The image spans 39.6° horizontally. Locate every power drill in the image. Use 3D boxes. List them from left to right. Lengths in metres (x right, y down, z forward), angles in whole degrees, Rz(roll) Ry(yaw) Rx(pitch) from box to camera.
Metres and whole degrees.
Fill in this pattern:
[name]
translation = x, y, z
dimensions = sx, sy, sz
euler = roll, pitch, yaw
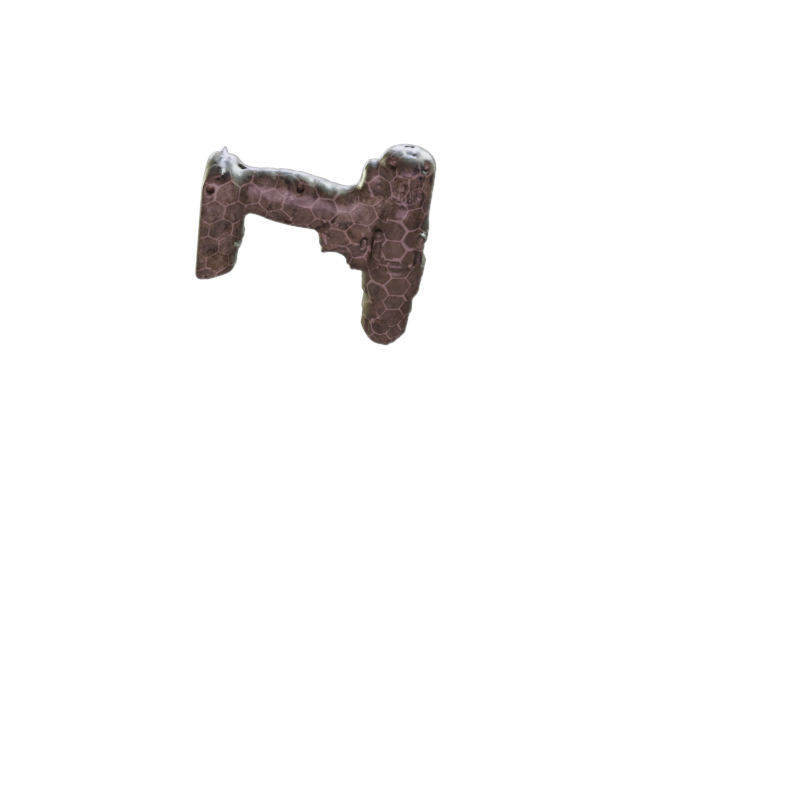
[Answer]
[power drill]
translation = -0.071, -0.129, 0.907
dimensions = 0.187, 0.174, 0.061
euler = 5, 32, -4
